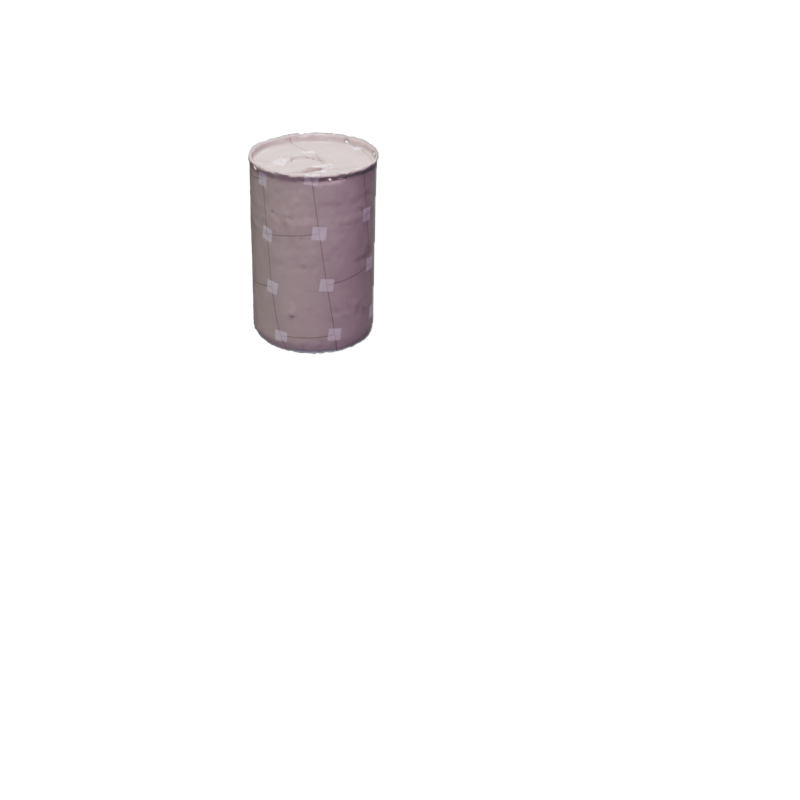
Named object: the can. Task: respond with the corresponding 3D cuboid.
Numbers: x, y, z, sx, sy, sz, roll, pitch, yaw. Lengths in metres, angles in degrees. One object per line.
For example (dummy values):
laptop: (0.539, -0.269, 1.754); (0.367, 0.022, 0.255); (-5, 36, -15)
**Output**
can: (-0.047, -0.085, 0.596); (0.068, 0.097, 0.072); (0, 27, -2)
